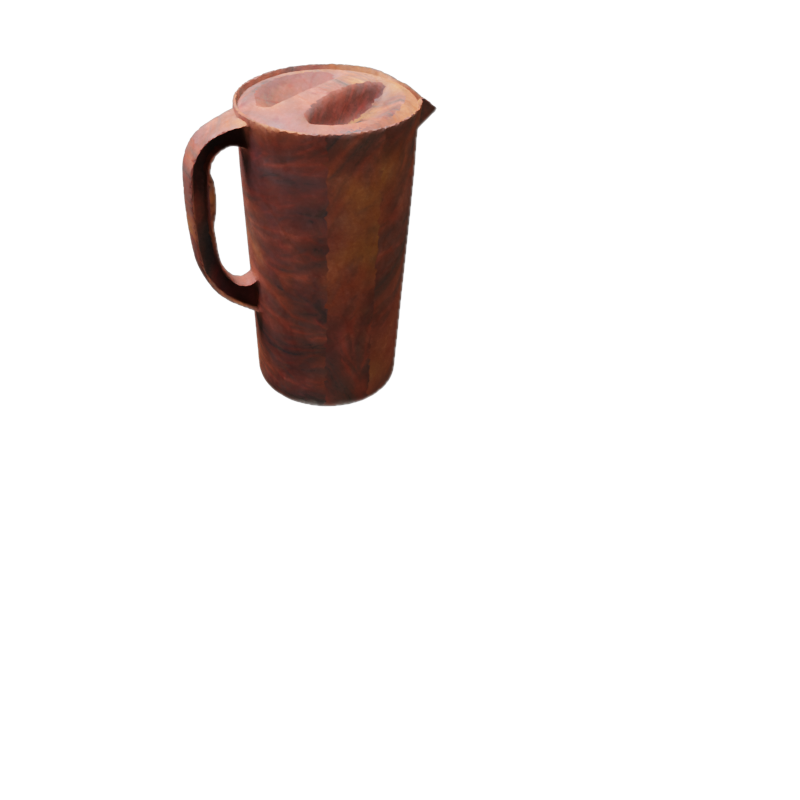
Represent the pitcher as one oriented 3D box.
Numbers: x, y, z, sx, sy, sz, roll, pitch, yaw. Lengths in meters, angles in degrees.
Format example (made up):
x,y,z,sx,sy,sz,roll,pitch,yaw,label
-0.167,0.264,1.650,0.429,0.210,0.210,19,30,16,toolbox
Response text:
x,y,z,sx,sy,sz,roll,pitch,yaw,label
-0.065,-0.118,0.827,0.154,0.228,0.150,12,33,16,pitcher
